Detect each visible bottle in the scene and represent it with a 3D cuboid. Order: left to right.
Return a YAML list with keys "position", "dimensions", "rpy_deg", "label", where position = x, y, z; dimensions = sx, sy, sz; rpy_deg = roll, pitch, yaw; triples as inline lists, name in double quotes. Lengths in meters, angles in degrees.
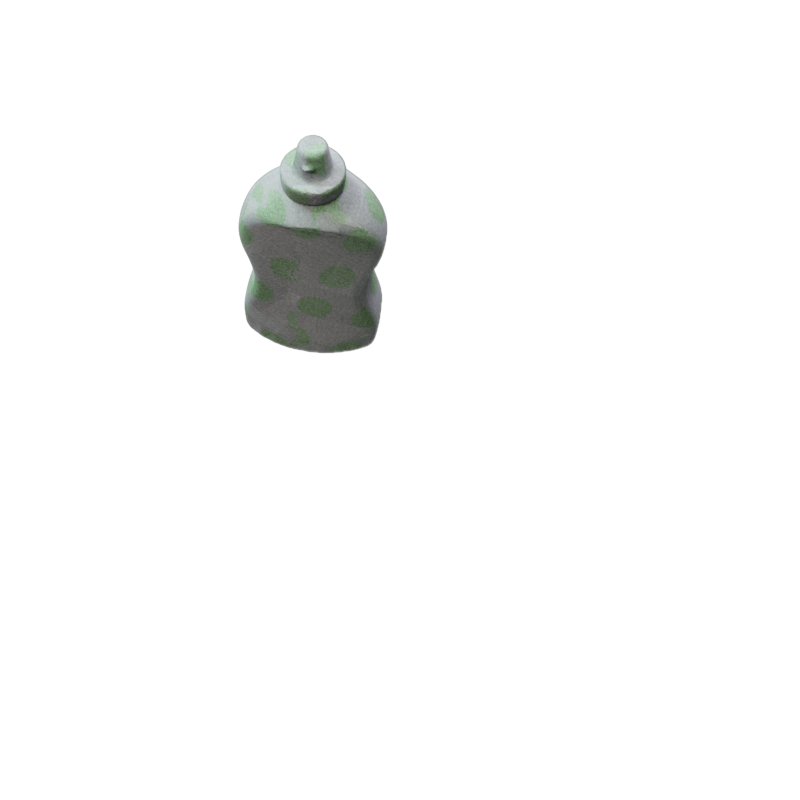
- position: [-0.057, -0.104, 0.733]
  dimensions: [0.097, 0.062, 0.179]
  rpy_deg: [12, -32, 4]
  label: "bottle"
